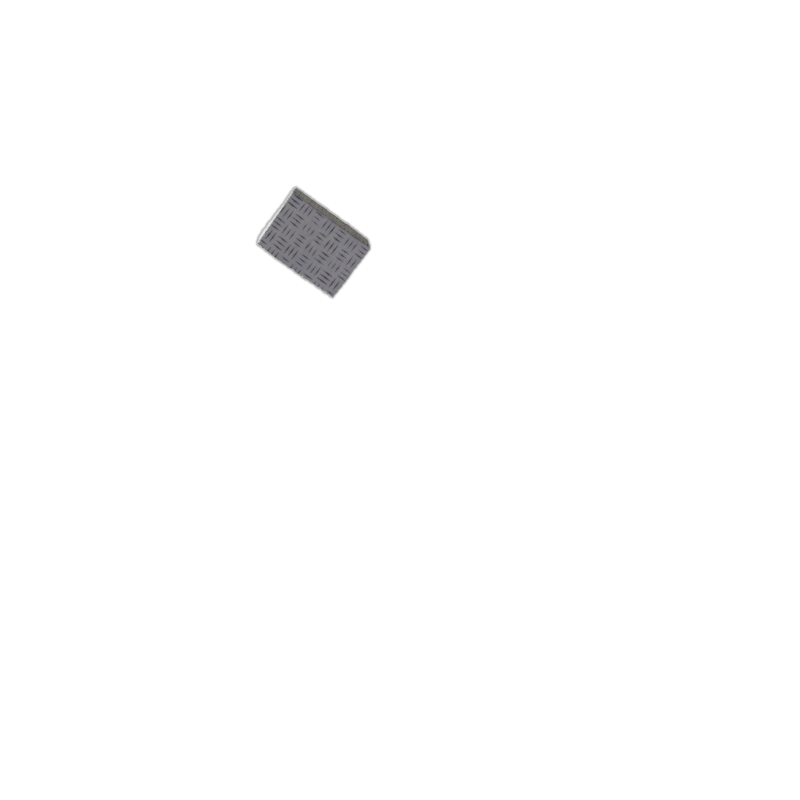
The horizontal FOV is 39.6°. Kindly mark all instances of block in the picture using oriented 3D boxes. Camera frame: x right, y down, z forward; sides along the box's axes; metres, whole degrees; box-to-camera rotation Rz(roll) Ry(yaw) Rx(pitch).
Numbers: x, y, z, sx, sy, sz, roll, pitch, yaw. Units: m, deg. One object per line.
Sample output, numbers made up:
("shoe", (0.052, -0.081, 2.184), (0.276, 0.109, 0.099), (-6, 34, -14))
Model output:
("block", (-0.070, -0.128, 0.898), (0.077, 0.052, 0.053), (36, 9, -8))
